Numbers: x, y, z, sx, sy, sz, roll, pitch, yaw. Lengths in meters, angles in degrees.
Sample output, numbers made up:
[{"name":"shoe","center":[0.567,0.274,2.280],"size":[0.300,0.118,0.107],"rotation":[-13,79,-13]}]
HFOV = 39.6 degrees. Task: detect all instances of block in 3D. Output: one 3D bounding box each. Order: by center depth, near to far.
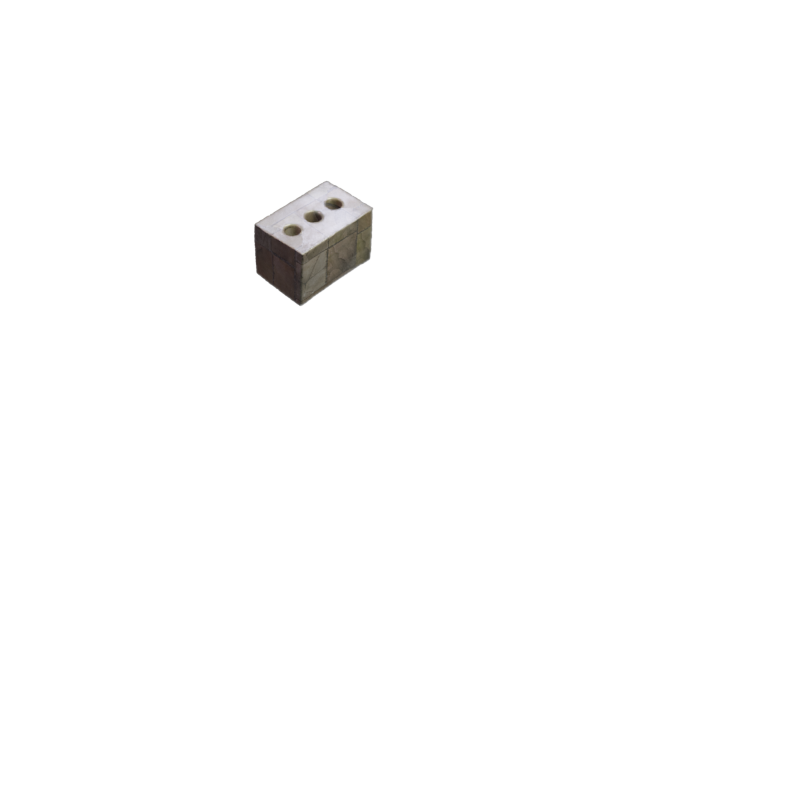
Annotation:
[{"name":"block","center":[-0.066,-0.120,0.840],"size":[0.056,0.048,0.079],"rotation":[33,53,28]}]
